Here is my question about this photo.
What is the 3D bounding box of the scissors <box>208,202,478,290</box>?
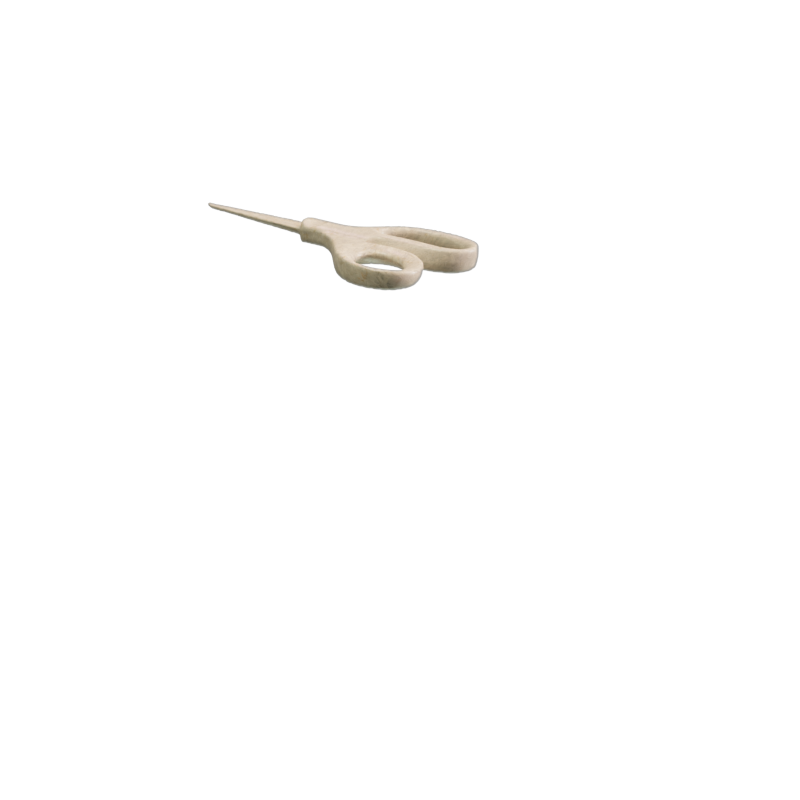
[{"bbox_3d":[-0.054,-0.098,0.687,0.209,0.015,0.097,11,26,22],"label":"scissors"}]
